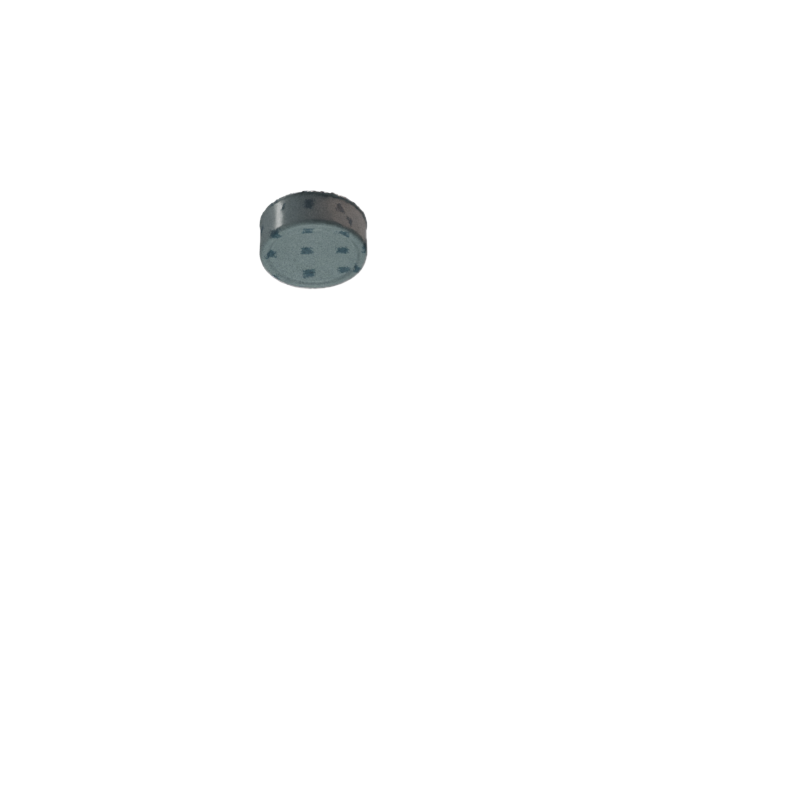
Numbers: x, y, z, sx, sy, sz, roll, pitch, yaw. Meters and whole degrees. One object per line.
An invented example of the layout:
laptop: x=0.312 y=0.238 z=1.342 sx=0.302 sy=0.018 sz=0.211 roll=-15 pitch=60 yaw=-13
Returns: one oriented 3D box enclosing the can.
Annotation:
can: x=-0.068 y=-0.124 z=0.871 sx=0.086 sy=0.036 sz=0.080 roll=1 pitch=-34 yaw=-2
